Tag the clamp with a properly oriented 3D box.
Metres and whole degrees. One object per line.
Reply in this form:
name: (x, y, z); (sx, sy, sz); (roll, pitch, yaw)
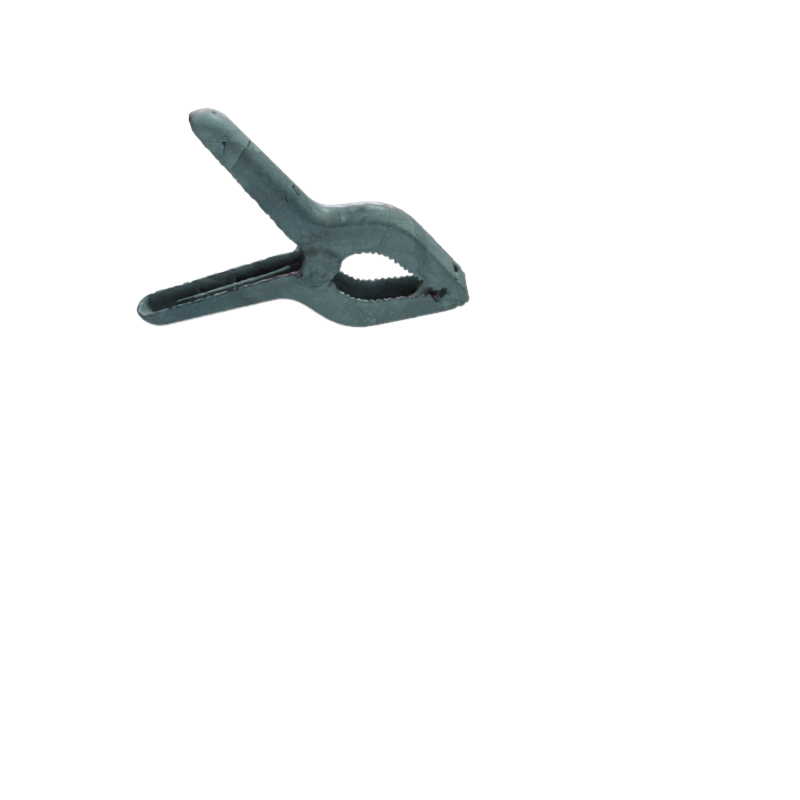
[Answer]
clamp: (-0.055, -0.100, 0.697); (0.208, 0.155, 0.039); (8, 41, -7)
